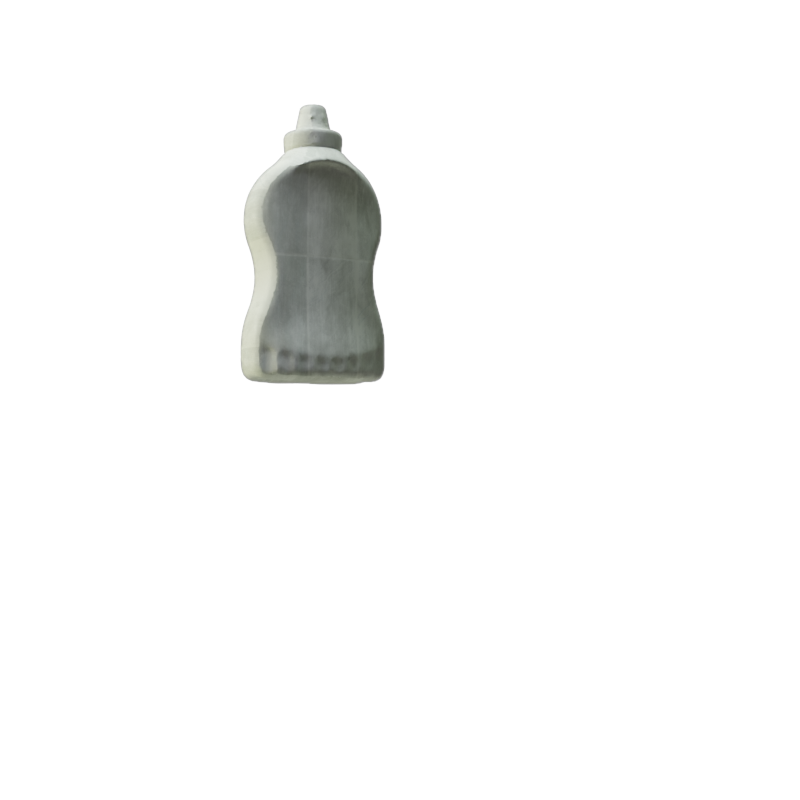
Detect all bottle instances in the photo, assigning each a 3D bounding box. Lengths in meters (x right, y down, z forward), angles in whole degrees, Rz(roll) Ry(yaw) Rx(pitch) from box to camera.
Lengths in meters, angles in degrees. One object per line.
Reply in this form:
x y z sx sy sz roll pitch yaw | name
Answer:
-0.060 -0.108 0.759 0.093 0.196 0.059 3 -10 -22 | bottle
